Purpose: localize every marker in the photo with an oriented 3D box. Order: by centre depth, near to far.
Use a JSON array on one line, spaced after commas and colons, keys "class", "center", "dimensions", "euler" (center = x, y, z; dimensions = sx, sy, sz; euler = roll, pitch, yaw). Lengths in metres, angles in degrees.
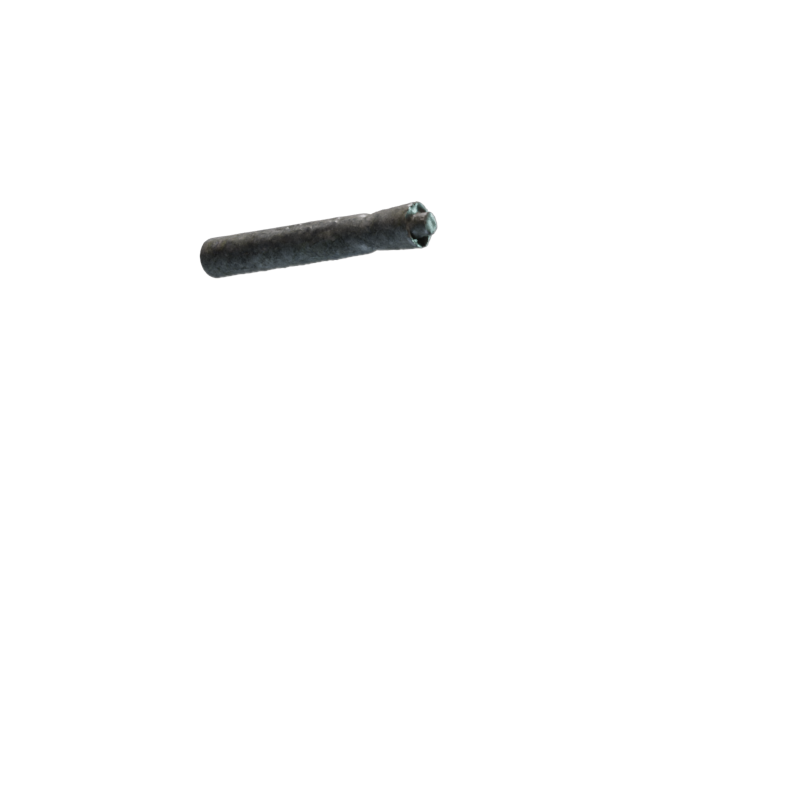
[{"class": "marker", "center": [-0.037, -0.067, 0.471], "dimensions": [0.125, 0.020, 0.019], "euler": [-3, 2, 38]}]
